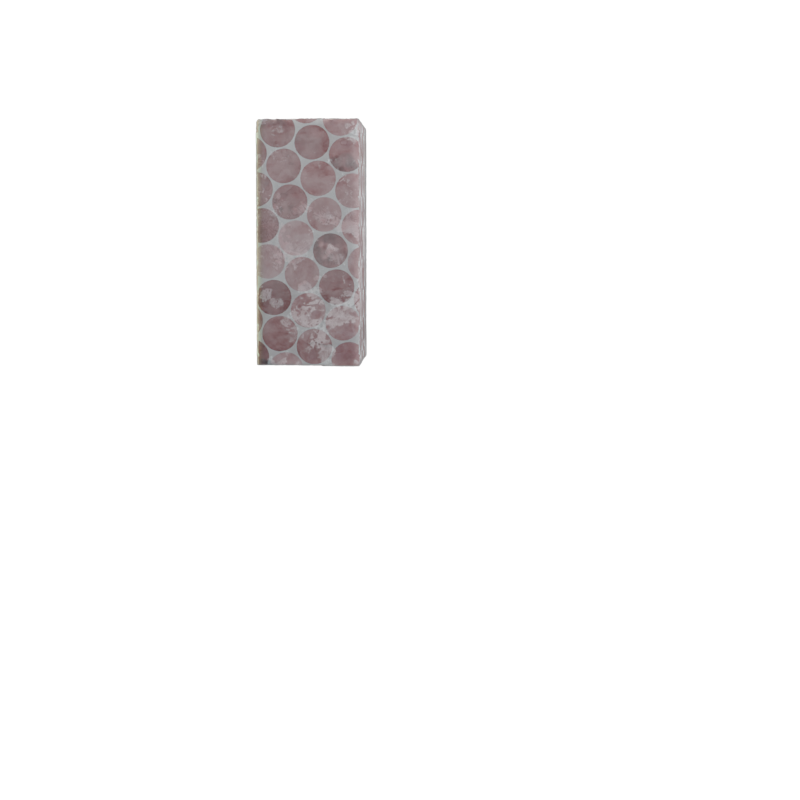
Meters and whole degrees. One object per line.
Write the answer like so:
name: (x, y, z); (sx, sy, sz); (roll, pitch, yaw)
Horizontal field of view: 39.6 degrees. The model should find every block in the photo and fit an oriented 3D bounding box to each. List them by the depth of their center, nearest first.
block: (-0.076, -0.138, 0.967); (0.091, 0.206, 0.090); (0, 2, 4)
